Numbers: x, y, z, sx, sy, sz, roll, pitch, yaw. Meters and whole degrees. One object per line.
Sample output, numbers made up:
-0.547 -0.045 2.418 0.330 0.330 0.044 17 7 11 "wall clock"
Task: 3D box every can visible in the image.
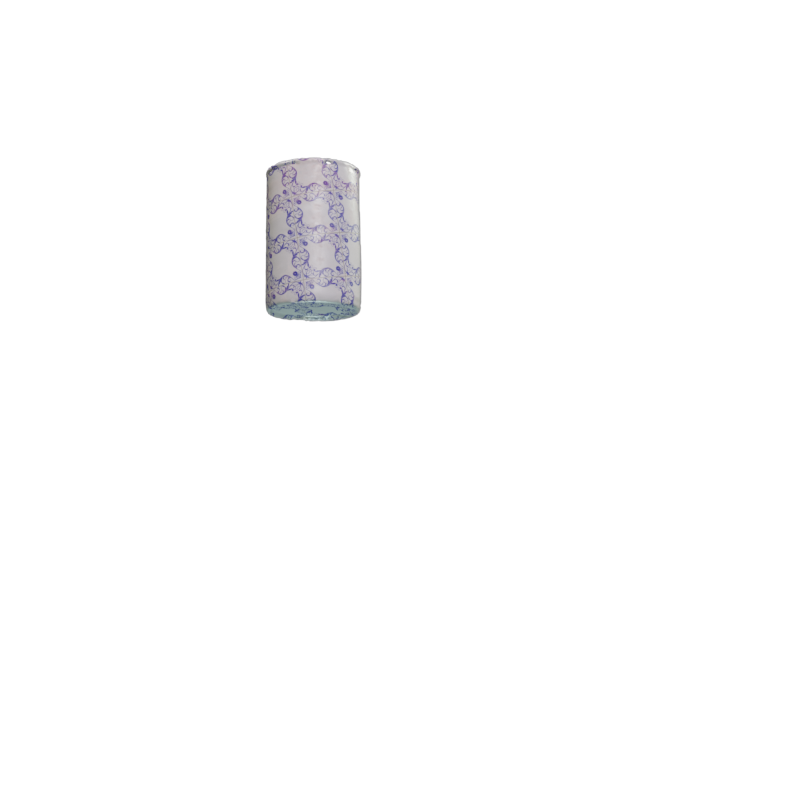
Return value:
-0.061 -0.111 0.780 0.068 0.106 0.066 0 -13 -2 "can"
